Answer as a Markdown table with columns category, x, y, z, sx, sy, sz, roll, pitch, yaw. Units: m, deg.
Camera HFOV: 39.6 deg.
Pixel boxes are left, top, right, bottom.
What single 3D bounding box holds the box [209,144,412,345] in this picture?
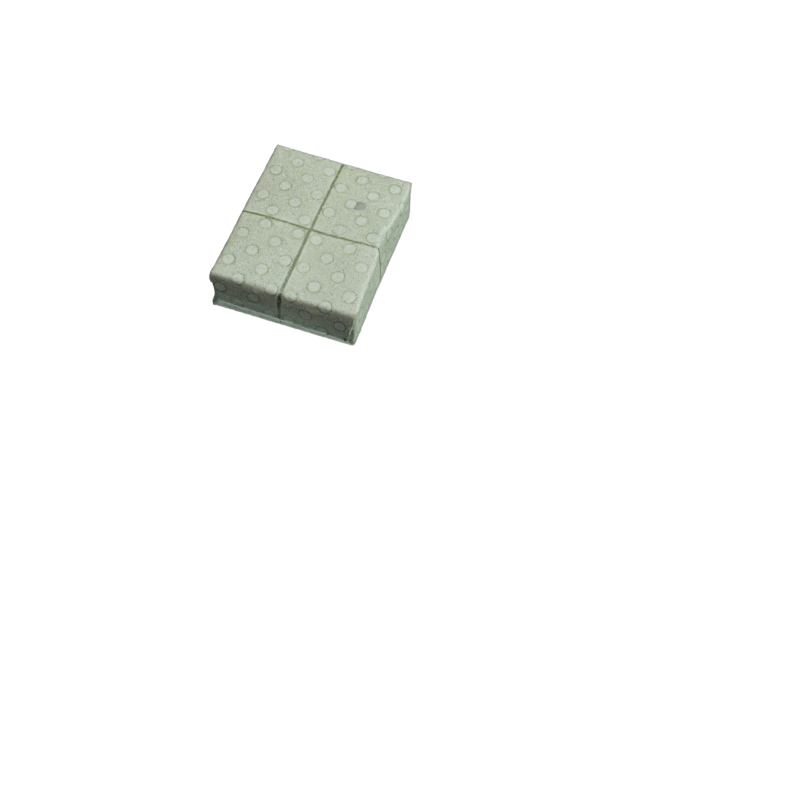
| category | x | y | z | sx | sy | sz | roll | pitch | yaw |
| --- | --- | --- | --- | --- | --- | --- | --- | --- | --- |
| box | -0.042 | -0.077 | 0.539 | 0.075 | 0.093 | 0.028 | 16 | -34 | 10 |
